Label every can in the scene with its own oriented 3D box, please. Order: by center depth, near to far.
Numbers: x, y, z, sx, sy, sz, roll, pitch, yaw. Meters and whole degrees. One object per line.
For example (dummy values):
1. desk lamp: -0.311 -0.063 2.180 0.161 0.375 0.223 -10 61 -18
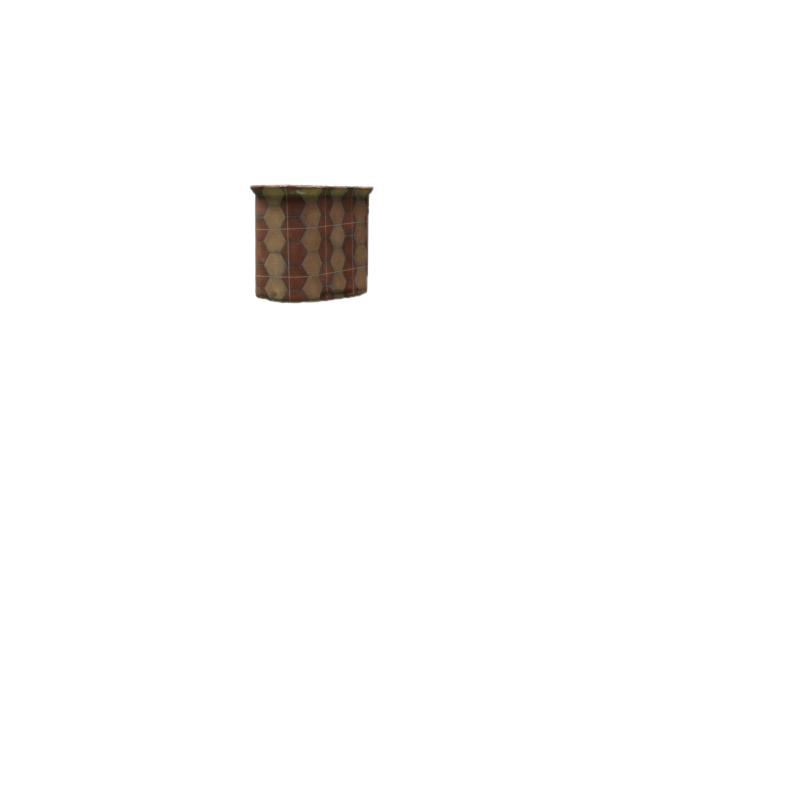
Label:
1. can: -0.065 -0.118 0.825 0.060 0.083 0.099 3 8 33
